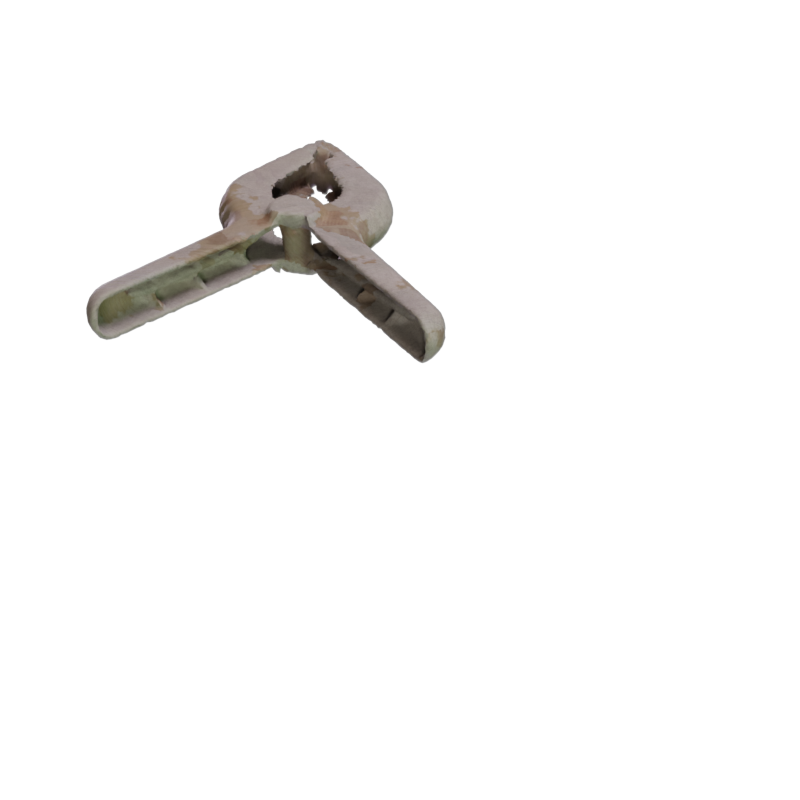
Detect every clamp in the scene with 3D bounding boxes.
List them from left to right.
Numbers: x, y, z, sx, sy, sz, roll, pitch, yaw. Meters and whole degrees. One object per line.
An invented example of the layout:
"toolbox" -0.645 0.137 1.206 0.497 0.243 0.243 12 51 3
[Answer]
"clamp" -0.045 -0.082 0.575 0.168 0.034 0.219 8 34 11
